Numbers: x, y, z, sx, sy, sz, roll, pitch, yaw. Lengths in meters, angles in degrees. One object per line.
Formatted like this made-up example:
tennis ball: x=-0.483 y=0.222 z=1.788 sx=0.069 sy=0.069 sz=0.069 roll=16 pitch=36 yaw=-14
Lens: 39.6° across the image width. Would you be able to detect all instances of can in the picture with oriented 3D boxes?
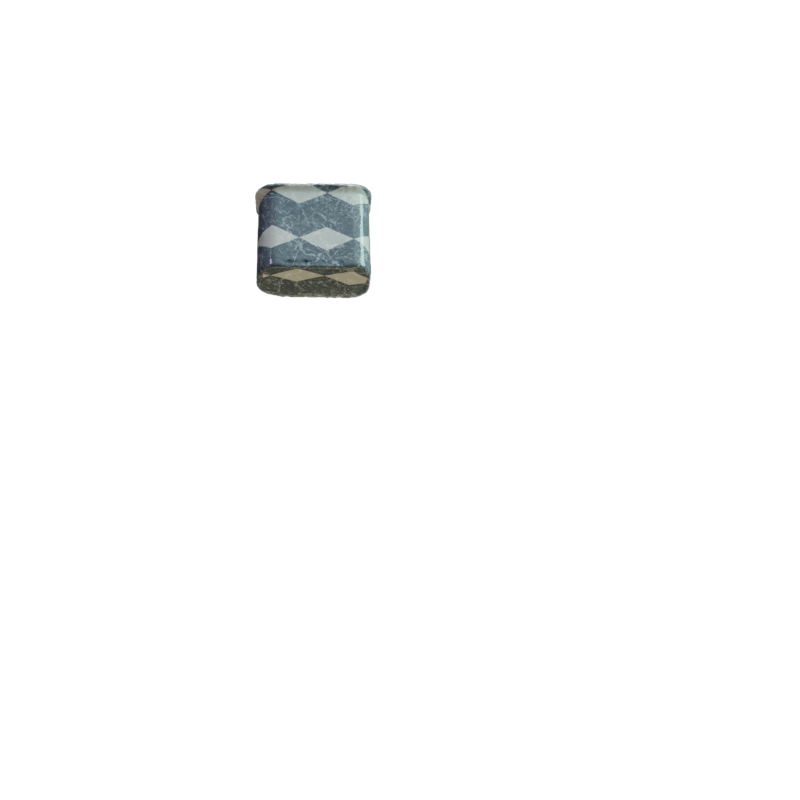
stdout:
can: x=-0.075 y=-0.136 z=0.955 sx=0.102 sy=0.089 sz=0.054 roll=0 pitch=-29 yaw=-2
